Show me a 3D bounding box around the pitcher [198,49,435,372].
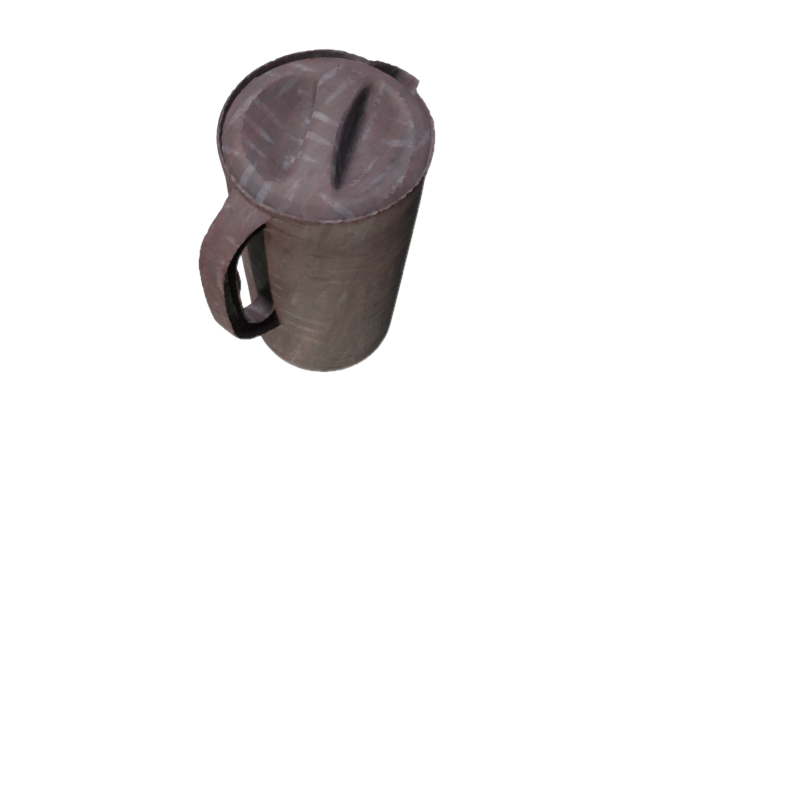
[{"bbox_3d":[-0.060,-0.109,0.766,0.148,0.155,0.229,-4,-27,-5],"label":"pitcher"}]
